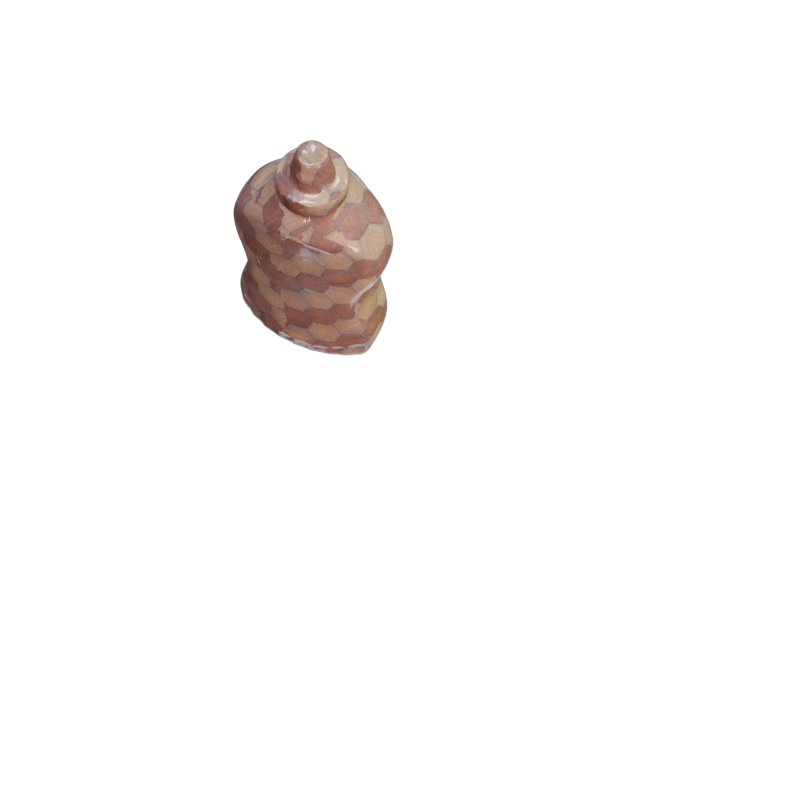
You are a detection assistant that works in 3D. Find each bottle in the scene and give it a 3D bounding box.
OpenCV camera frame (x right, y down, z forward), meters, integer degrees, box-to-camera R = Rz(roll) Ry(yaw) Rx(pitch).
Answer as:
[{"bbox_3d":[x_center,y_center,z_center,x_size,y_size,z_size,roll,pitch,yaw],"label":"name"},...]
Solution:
[{"bbox_3d":[-0.052,-0.095,0.667,0.098,0.060,0.181,27,-23,9],"label":"bottle"}]
